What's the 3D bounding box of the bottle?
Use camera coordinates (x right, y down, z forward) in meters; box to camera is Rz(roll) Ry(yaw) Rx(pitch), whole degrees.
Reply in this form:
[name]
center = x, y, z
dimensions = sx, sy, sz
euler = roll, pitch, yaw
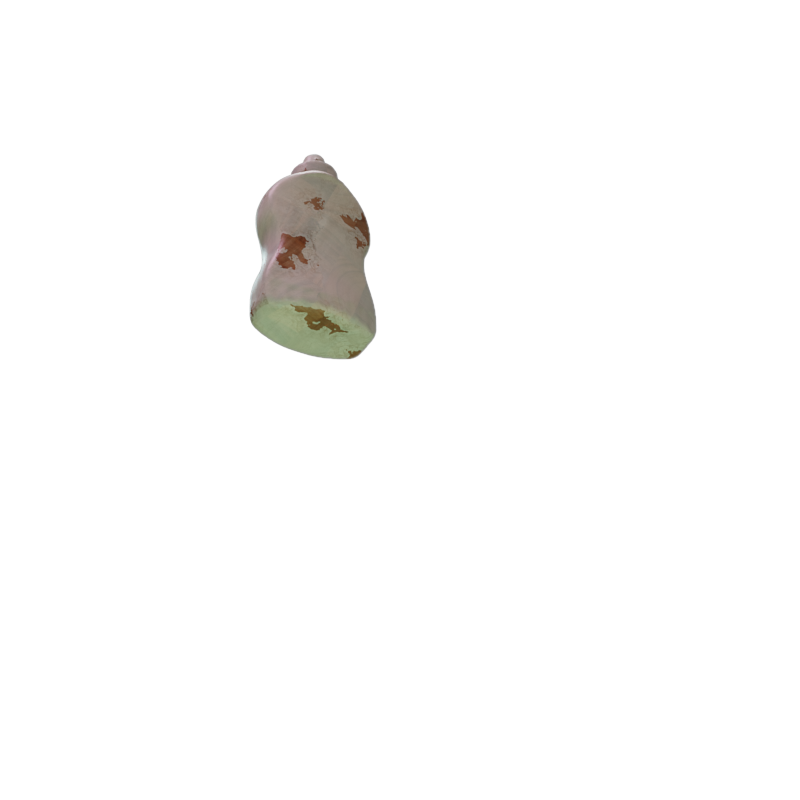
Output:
[bottle]
center = -0.069, -0.127, 0.890
dimensions = 0.093, 0.206, 0.056
euler = 16, -44, -21
